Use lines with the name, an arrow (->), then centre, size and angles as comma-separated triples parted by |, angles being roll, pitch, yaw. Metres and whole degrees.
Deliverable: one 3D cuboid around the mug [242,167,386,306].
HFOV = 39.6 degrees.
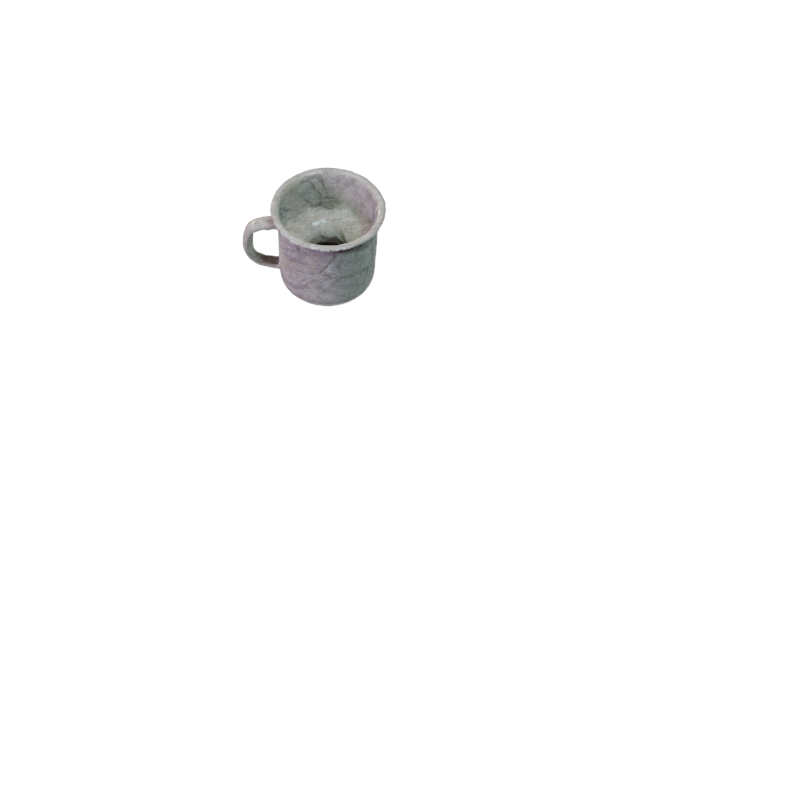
mug -> -0.072, -0.132, 0.922 | 0.116, 0.100, 0.076 | -5, -38, -5
